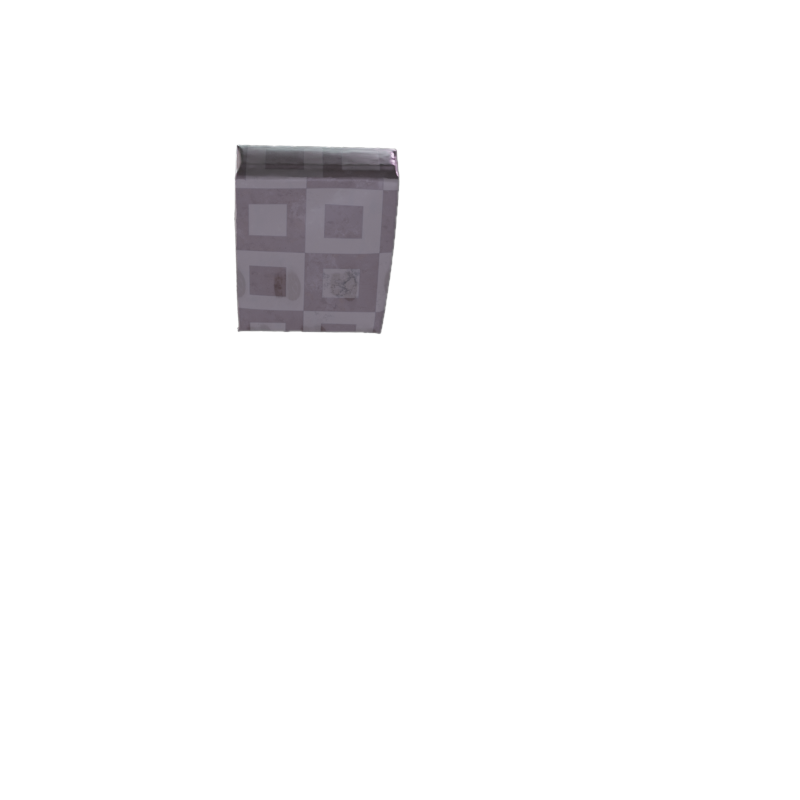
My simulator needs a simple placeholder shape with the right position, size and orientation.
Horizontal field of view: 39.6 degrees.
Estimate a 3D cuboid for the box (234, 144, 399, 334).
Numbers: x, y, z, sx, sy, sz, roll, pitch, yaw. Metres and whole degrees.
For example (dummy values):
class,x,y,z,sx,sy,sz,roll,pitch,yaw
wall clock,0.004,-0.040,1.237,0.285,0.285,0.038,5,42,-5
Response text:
class,x,y,z,sx,sy,sz,roll,pitch,yaw
box,-0.049,-0.090,0.631,0.089,0.106,0.042,3,38,-3
